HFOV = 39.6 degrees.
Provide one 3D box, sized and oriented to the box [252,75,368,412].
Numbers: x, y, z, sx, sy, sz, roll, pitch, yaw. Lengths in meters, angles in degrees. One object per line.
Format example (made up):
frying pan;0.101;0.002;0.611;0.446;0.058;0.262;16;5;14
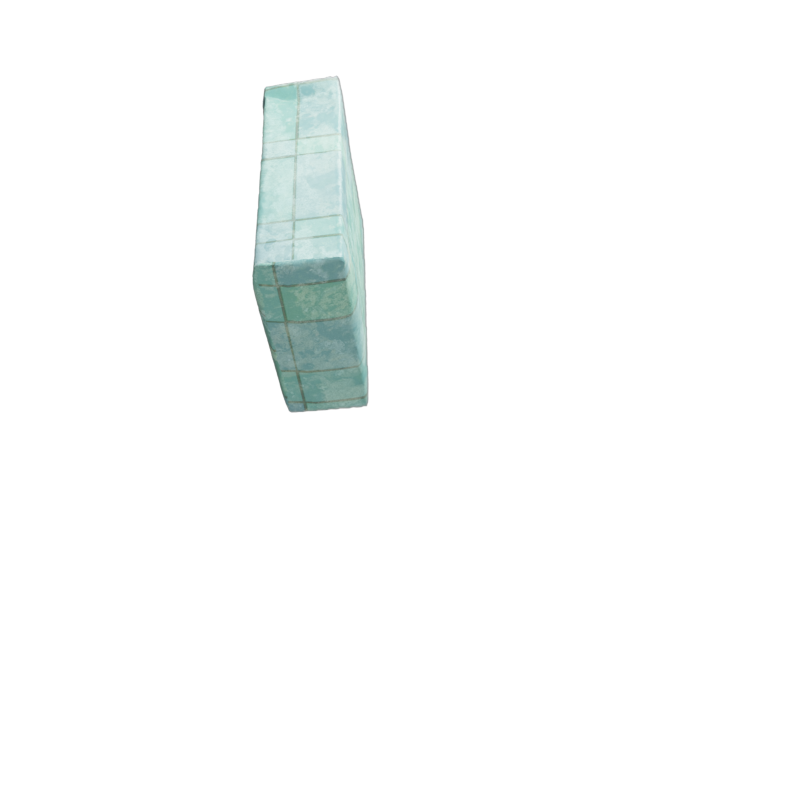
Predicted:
box;-0.068;-0.125;0.874;0.072;0.230;0.152;-6;-42;3
